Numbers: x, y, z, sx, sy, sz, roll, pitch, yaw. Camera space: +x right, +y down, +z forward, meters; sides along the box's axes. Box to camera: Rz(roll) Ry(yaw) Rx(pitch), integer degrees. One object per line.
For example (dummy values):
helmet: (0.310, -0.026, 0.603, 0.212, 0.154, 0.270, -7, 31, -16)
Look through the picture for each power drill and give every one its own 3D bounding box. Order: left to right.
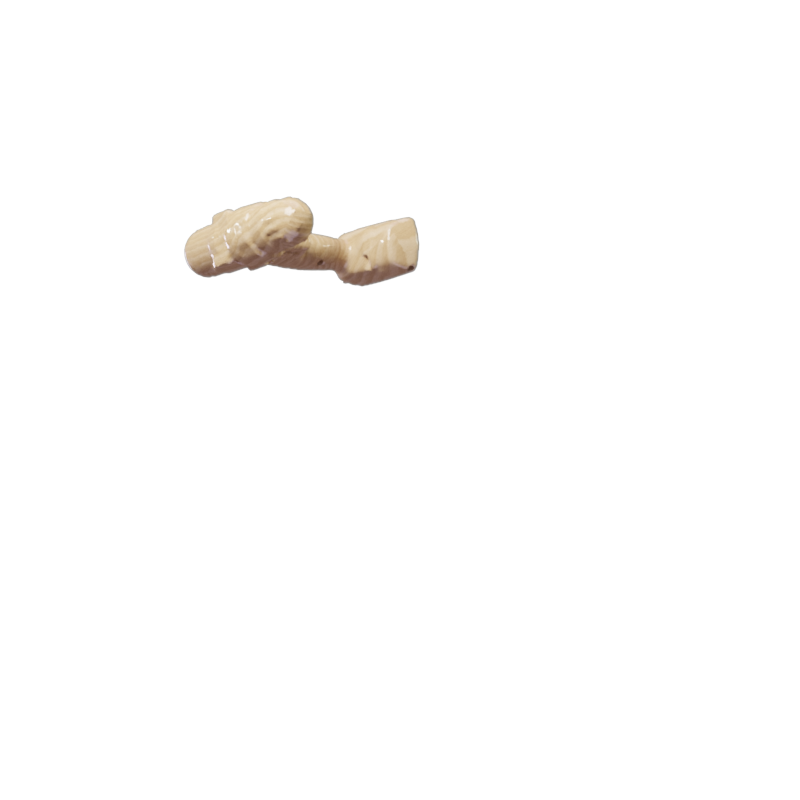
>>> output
power drill: (-0.078, -0.142, 0.998, 0.180, 0.058, 0.189, 2, -4, -35)
